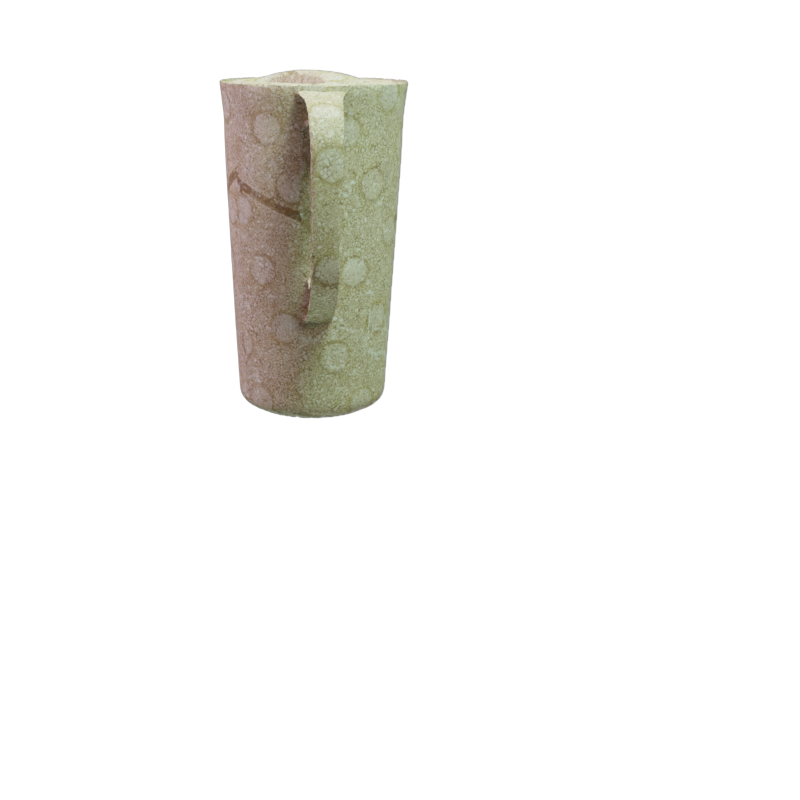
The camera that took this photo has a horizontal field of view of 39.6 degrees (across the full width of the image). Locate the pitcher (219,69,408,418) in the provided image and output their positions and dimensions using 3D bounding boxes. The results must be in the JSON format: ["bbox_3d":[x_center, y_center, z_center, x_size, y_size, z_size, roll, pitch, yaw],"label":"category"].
[{"bbox_3d":[-0.062,-0.114,0.795,0.152,0.237,0.146,10,16,35],"label":"pitcher"}]
